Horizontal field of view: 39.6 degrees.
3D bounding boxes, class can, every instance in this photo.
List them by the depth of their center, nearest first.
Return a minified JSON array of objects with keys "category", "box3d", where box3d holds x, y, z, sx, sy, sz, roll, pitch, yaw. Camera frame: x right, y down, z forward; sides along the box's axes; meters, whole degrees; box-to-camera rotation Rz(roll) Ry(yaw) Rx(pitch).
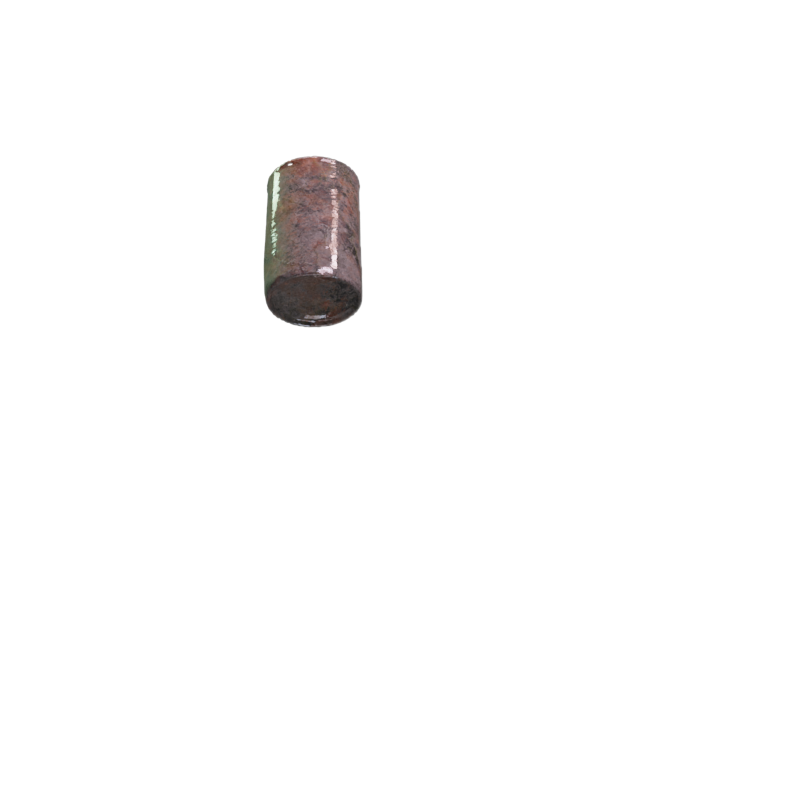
[{"category":"can","box3d":[-0.061,-0.111,0.778,0.068,0.109,0.064,-1,-34,-2]}]
